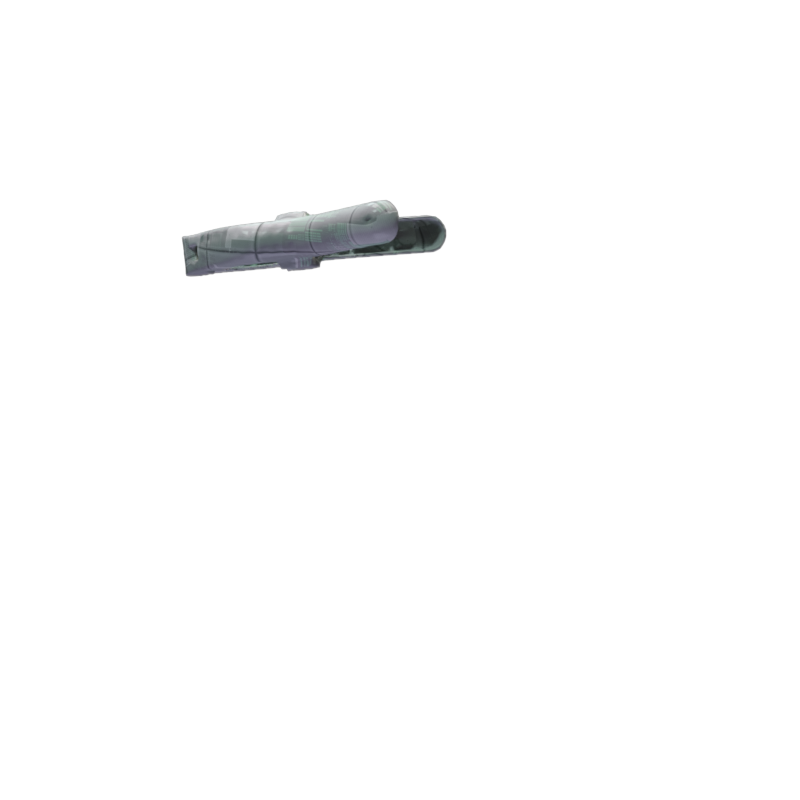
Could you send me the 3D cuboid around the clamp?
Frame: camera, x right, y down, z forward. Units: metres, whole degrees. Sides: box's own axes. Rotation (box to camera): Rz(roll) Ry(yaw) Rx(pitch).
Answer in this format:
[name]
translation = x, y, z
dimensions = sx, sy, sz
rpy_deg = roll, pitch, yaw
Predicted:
[clamp]
translation = -0.056, -0.102, 0.717
dimensions = 0.176, 0.040, 0.115
rpy_deg = -1, -3, 28
